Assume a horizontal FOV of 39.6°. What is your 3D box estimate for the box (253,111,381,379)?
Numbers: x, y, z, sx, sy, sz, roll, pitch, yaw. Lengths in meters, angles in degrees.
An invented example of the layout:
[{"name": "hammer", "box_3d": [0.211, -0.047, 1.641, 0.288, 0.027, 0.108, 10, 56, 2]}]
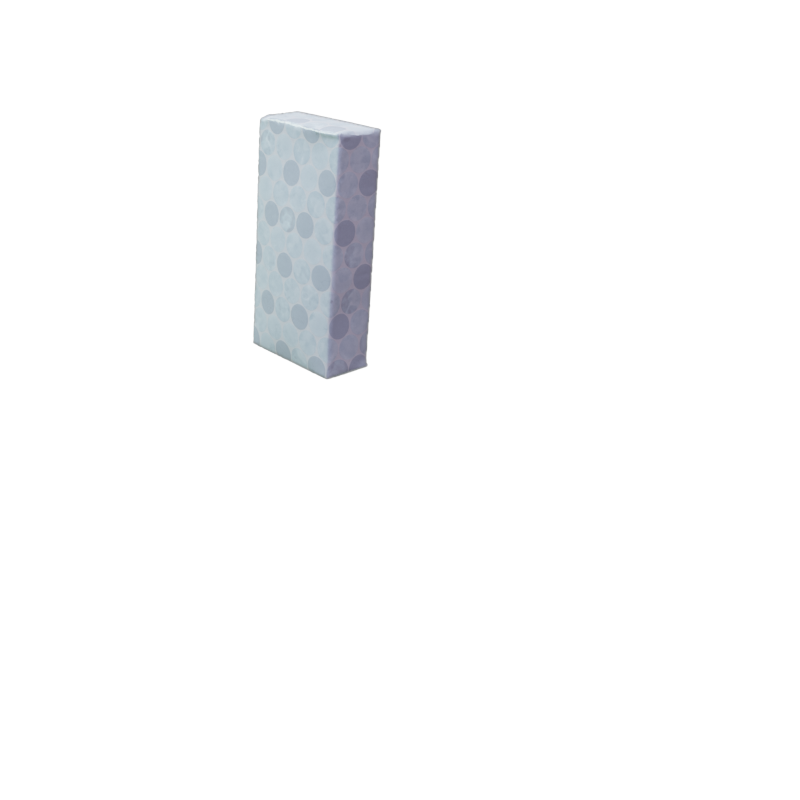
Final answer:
[{"name": "box", "box_3d": [-0.063, -0.114, 0.798, 0.047, 0.170, 0.099, -13, 23, -39]}]
